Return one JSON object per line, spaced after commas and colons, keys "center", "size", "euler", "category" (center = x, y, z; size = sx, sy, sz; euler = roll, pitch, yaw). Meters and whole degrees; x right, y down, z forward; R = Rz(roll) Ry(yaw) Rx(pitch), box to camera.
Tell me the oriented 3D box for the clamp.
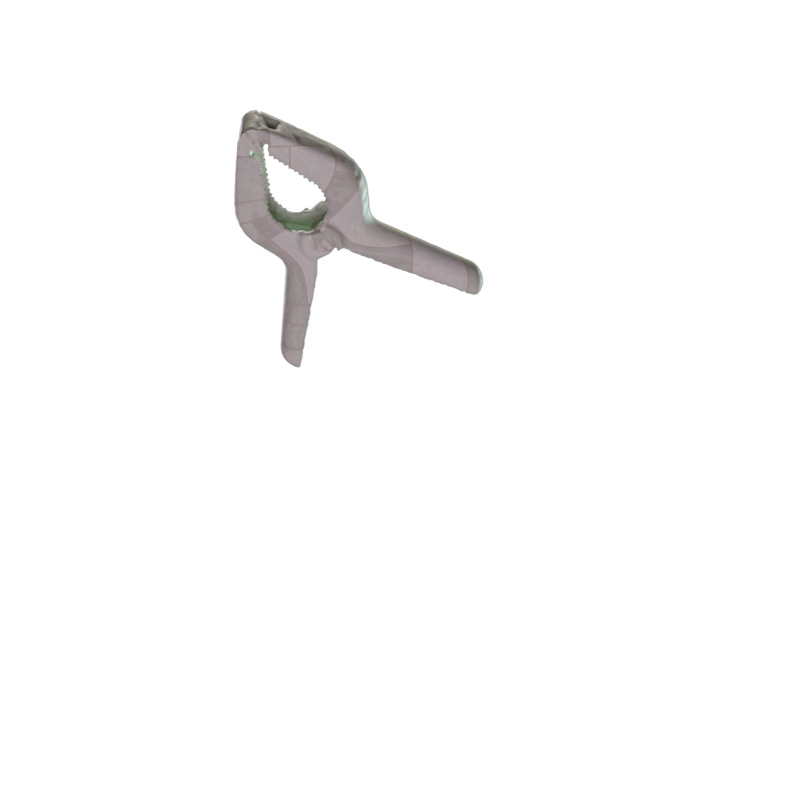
{"center": [-0.062, -0.113, 0.789], "size": [0.164, 0.196, 0.039], "euler": [-29, 33, 21], "category": "clamp"}
